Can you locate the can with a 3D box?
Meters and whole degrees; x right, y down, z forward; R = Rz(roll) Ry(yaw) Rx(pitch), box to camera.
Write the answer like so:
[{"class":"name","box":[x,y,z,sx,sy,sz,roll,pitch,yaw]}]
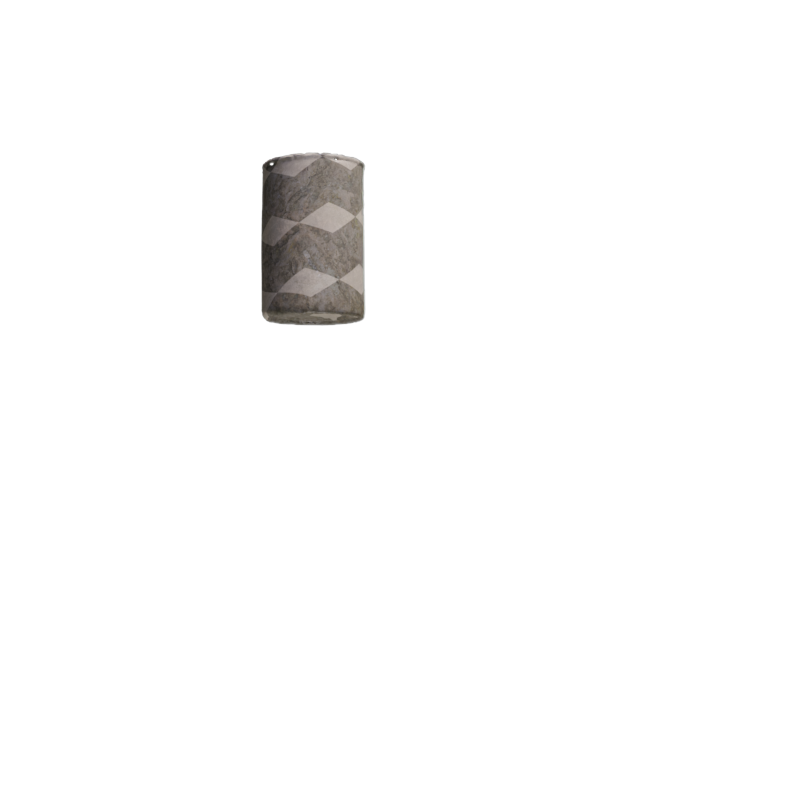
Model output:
[{"class":"can","box":[-0.056,-0.103,0.721,0.068,0.105,0.067,0,-9,-2]}]
